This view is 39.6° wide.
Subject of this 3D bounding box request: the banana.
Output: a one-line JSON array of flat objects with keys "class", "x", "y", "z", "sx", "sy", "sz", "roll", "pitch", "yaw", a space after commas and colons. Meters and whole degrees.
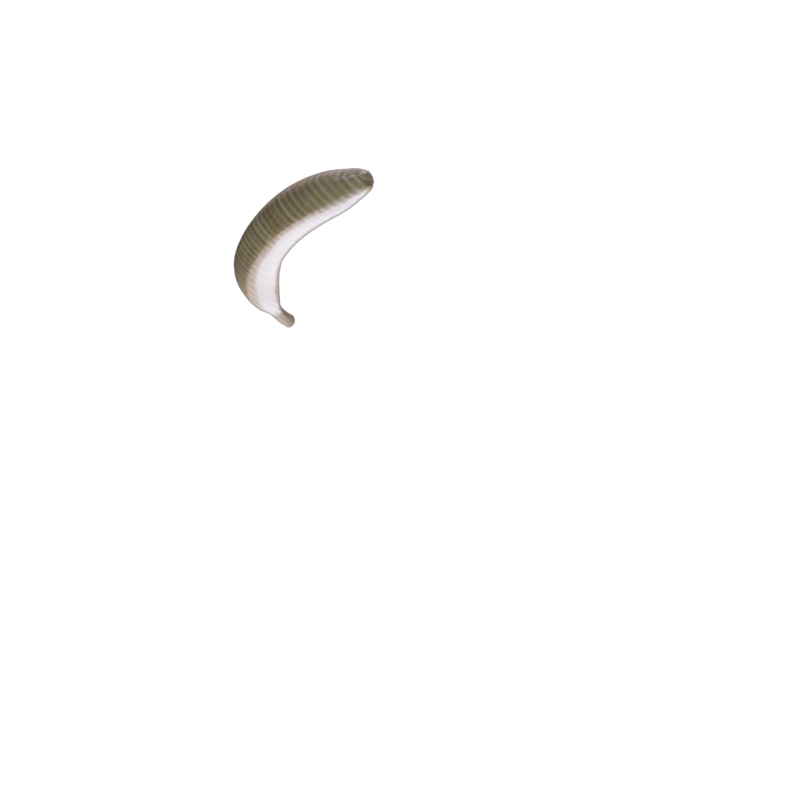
[{"class": "banana", "x": -0.085, "y": -0.122, "z": 0.849, "sx": 0.067, "sy": 0.039, "sz": 0.191, "roll": 11, "pitch": -32, "yaw": -19}]
